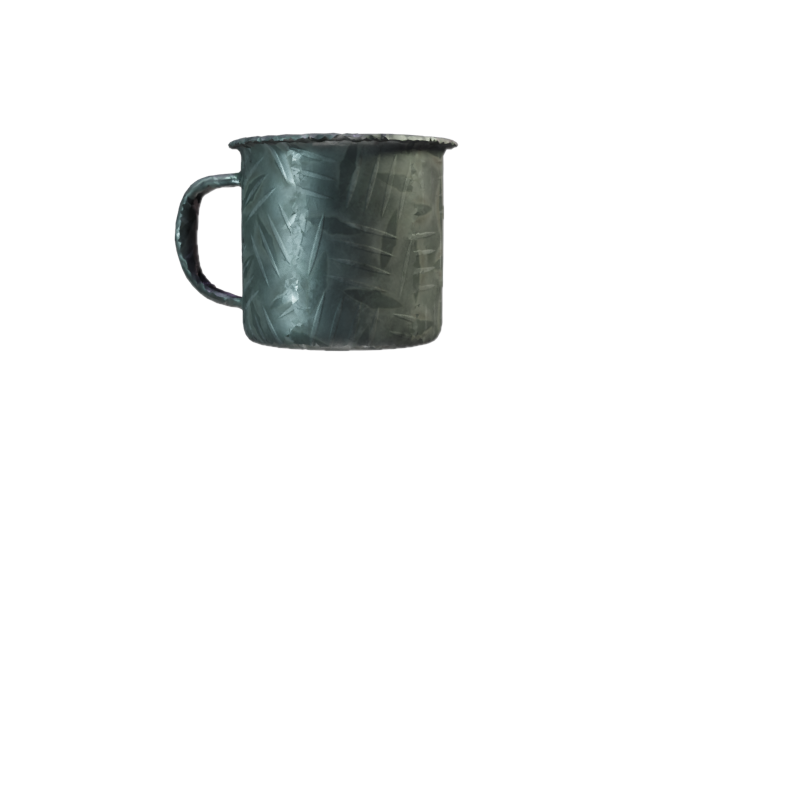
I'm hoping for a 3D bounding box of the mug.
[{"bbox_3d":[-0.035,-0.065,0.453,0.118,0.081,0.093,1,6,7],"label":"mug"}]
